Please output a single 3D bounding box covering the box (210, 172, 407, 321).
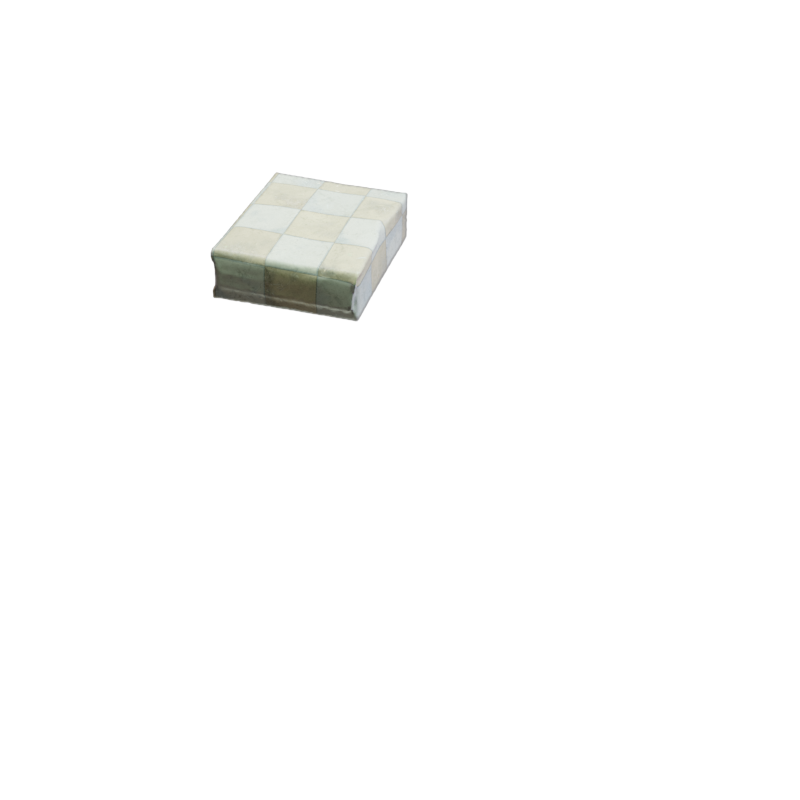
[{"bbox_3d":[-0.043,-0.078,0.544,0.075,0.028,0.093,10,36,14],"label":"box"}]
